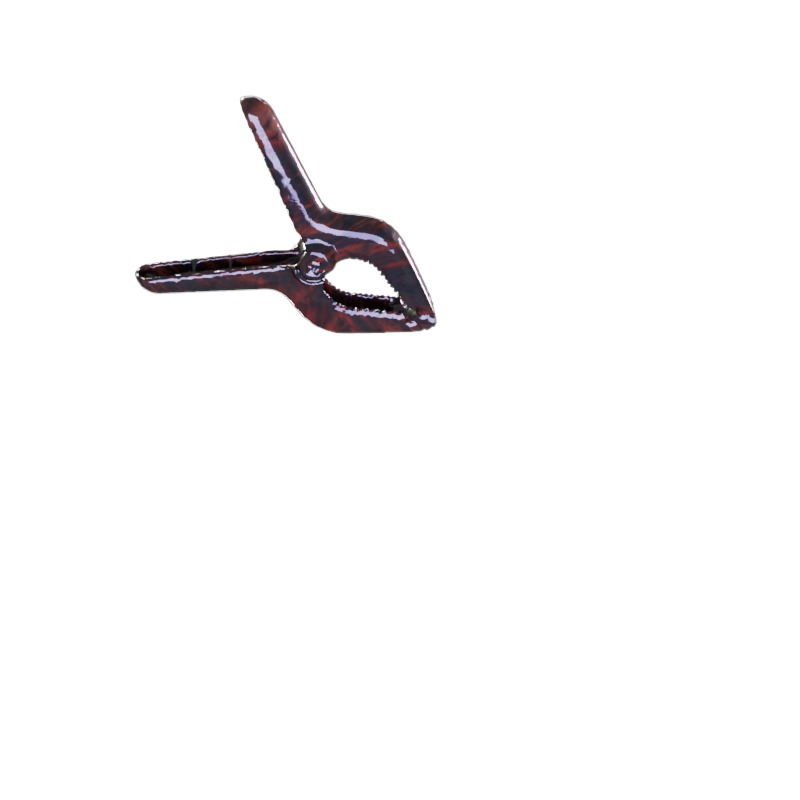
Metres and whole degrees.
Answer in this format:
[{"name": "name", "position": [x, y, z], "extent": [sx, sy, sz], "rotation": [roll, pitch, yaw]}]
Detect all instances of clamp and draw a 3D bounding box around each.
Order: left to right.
[{"name": "clamp", "position": [-0.061, -0.111, 0.774], "extent": [0.205, 0.159, 0.039], "rotation": [21, 29, -13]}]
